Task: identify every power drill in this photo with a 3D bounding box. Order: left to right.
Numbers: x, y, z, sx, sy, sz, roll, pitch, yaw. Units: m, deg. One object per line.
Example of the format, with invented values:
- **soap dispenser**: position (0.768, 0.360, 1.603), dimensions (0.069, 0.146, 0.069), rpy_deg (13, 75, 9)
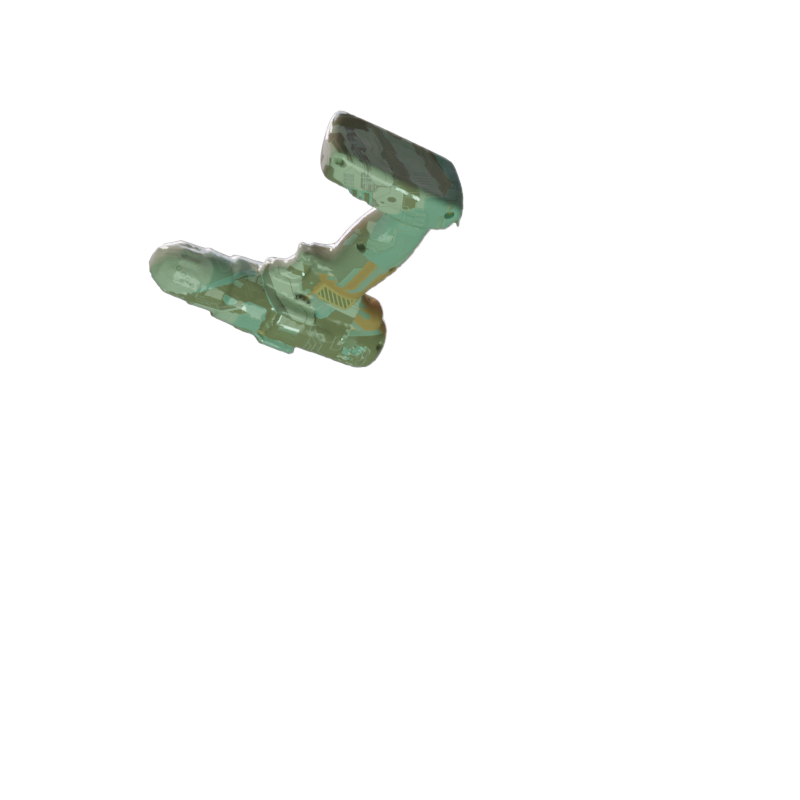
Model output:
- **power drill**: position (-0.060, -0.109, 0.766), dimensions (0.177, 0.062, 0.182), rpy_deg (21, -46, -22)
